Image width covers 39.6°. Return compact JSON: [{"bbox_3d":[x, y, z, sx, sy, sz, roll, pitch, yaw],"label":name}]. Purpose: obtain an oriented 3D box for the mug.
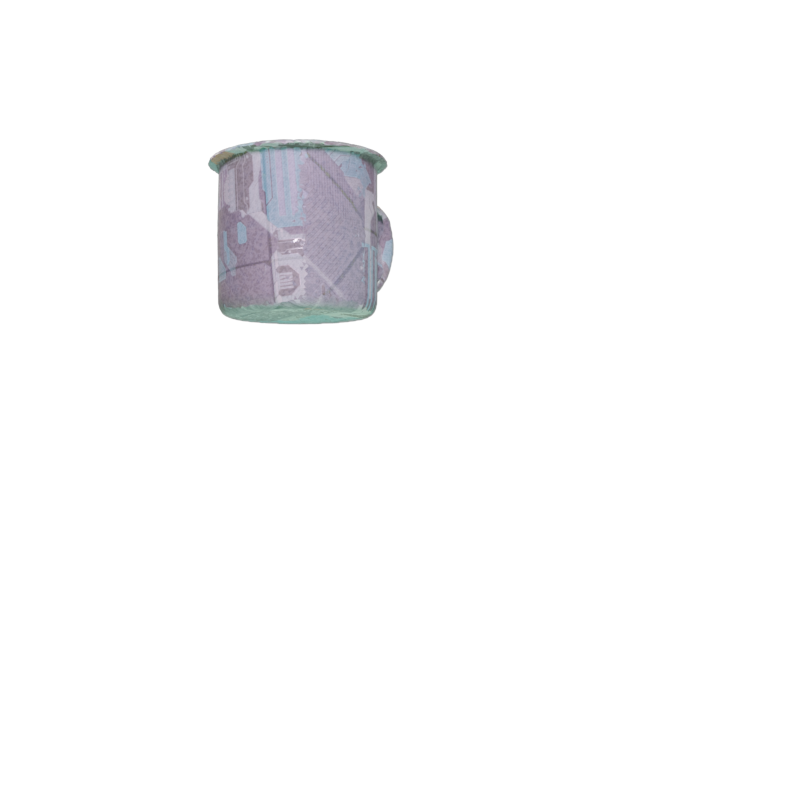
[{"bbox_3d":[-0.045,-0.083,0.580,0.096,0.083,0.111,-5,-7,39],"label":"mug"}]
